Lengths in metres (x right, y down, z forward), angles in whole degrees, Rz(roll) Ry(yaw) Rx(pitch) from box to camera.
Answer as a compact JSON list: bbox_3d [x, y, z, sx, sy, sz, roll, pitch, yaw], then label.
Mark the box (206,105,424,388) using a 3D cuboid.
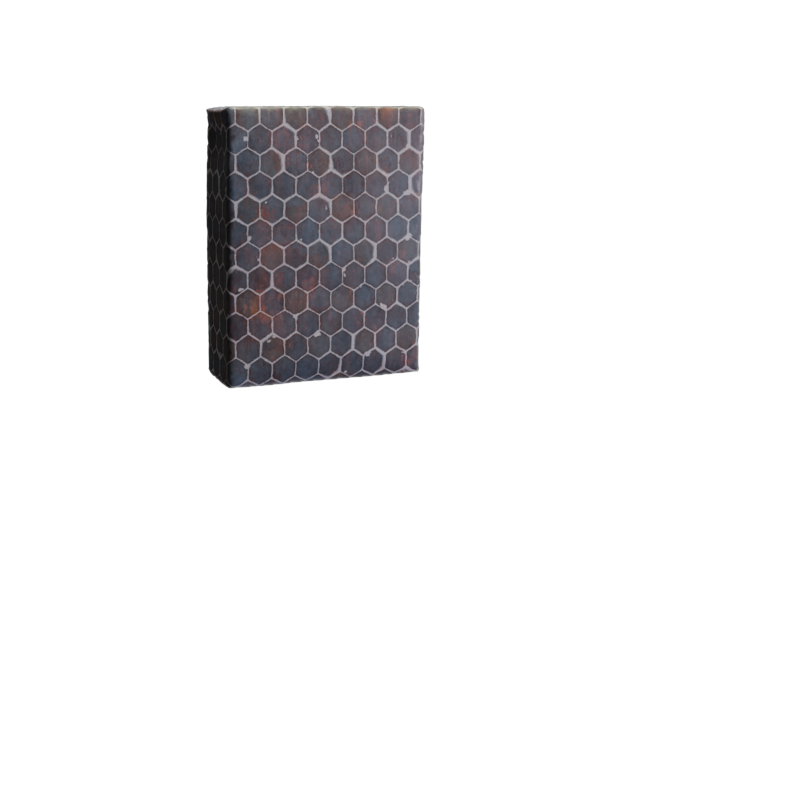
[{"bbox_3d":[-0.069,-0.125,0.879,0.160,0.210,0.075,-4,9,-23],"label":"box"}]
